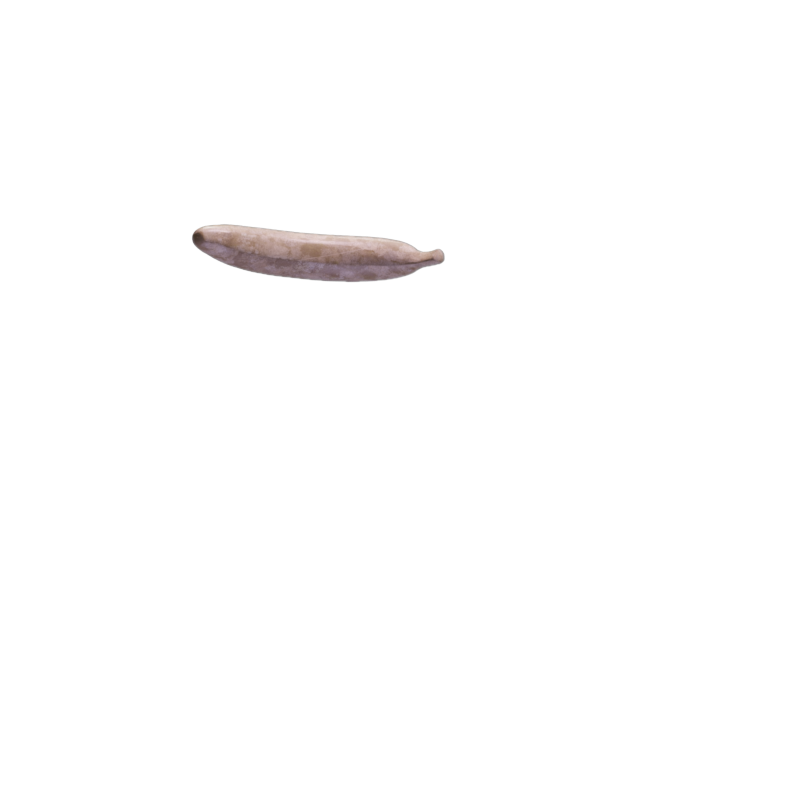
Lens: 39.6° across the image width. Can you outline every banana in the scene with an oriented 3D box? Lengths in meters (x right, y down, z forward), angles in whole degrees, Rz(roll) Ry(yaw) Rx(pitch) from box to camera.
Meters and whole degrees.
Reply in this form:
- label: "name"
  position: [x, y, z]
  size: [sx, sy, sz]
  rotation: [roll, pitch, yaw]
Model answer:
- label: "banana"
  position: [-0.068, -0.120, 0.891]
  size: [0.196, 0.038, 0.067]
  rotation: [2, -17, -7]
